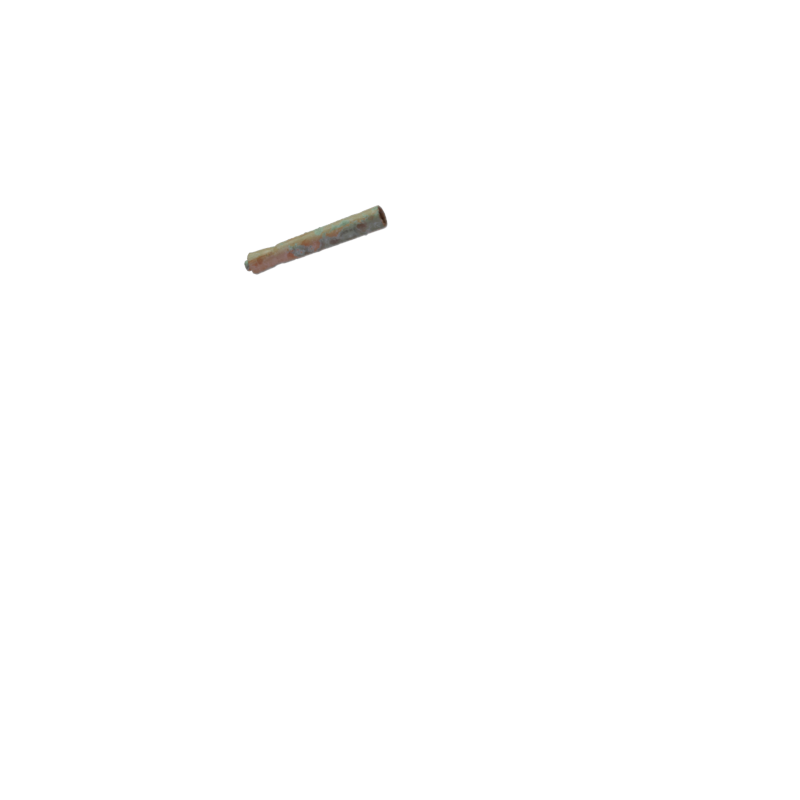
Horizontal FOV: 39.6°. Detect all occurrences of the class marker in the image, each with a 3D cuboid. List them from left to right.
[{"bbox_3d":[-0.069,-0.125,0.876,0.122,0.020,0.019,-17,-2,18],"label":"marker"}]
